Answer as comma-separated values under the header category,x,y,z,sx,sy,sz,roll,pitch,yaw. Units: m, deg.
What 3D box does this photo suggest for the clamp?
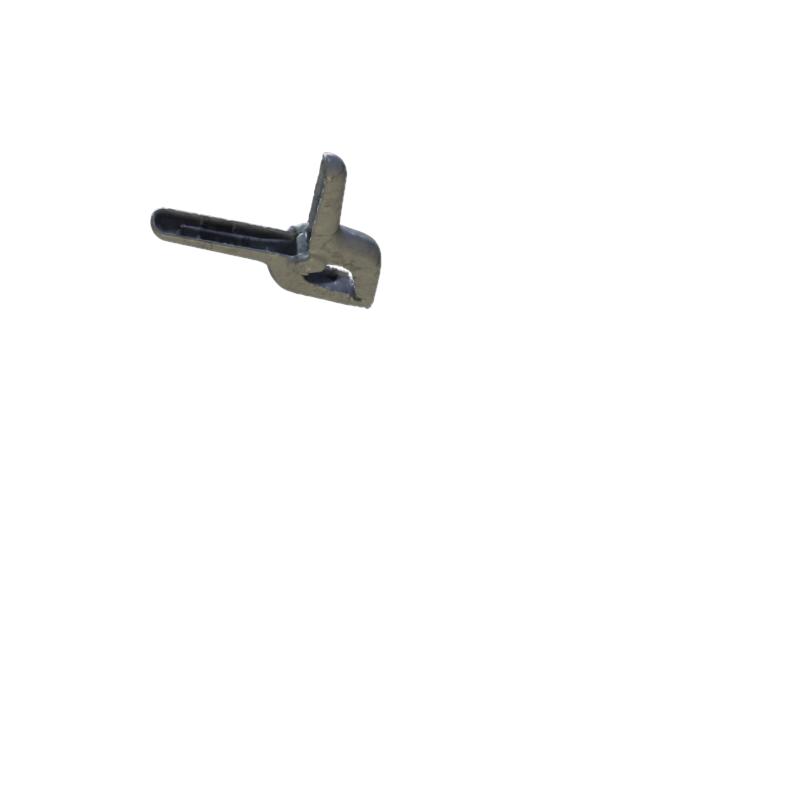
category,x,y,z,sx,sy,sz,roll,pitch,yaw
clamp,-0.068,-0.125,0.873,0.167,0.038,0.196,-15,-26,32
